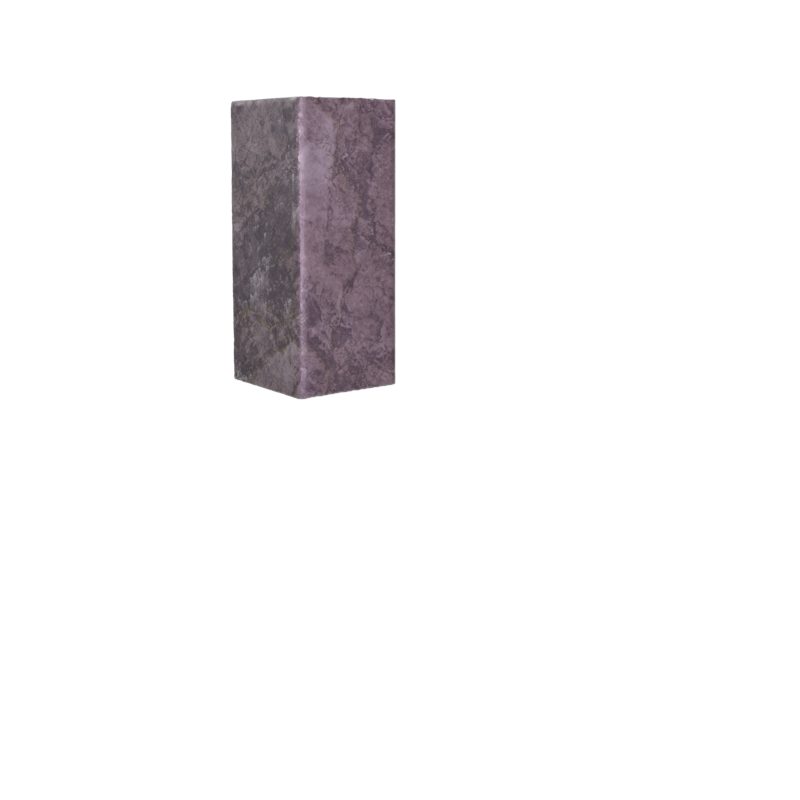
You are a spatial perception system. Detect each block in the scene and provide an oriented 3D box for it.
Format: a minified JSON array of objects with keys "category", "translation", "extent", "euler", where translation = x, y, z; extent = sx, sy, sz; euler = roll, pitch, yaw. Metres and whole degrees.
[{"category":"block","translation":[-0.064,-0.115,0.809],"extent":[0.087,0.203,0.095],"euler":[-5,8,-38]}]
